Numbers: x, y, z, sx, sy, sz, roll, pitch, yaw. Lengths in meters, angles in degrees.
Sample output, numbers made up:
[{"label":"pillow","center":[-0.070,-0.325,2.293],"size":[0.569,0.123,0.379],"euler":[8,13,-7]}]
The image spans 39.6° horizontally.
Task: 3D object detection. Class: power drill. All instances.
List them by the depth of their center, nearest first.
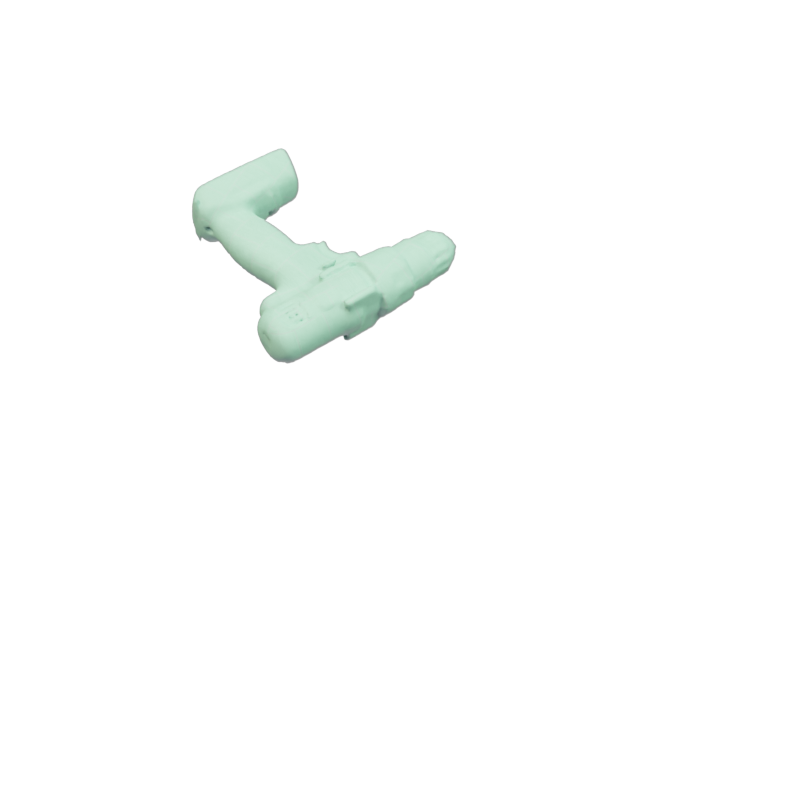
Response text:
[{"label":"power drill","center":[-0.073,-0.133,0.930],"size":[0.184,0.053,0.202],"euler":[-29,55,-24]}]
